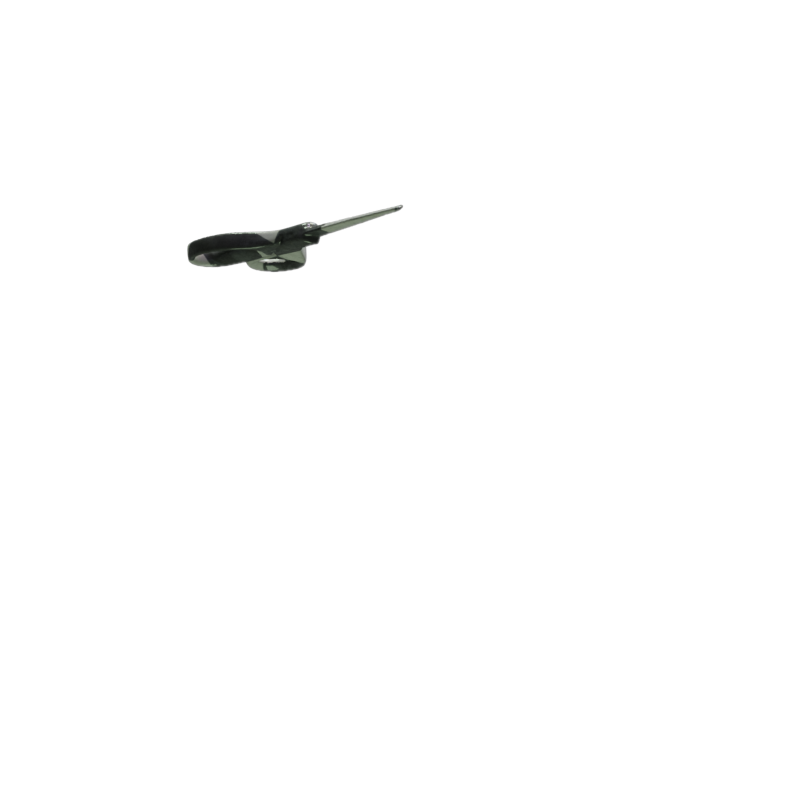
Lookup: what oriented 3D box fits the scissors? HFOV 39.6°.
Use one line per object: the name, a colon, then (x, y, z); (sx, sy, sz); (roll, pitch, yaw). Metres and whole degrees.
scissors: (-0.061, -0.111, 0.781); (0.207, 0.016, 0.091); (-3, -6, 34)
